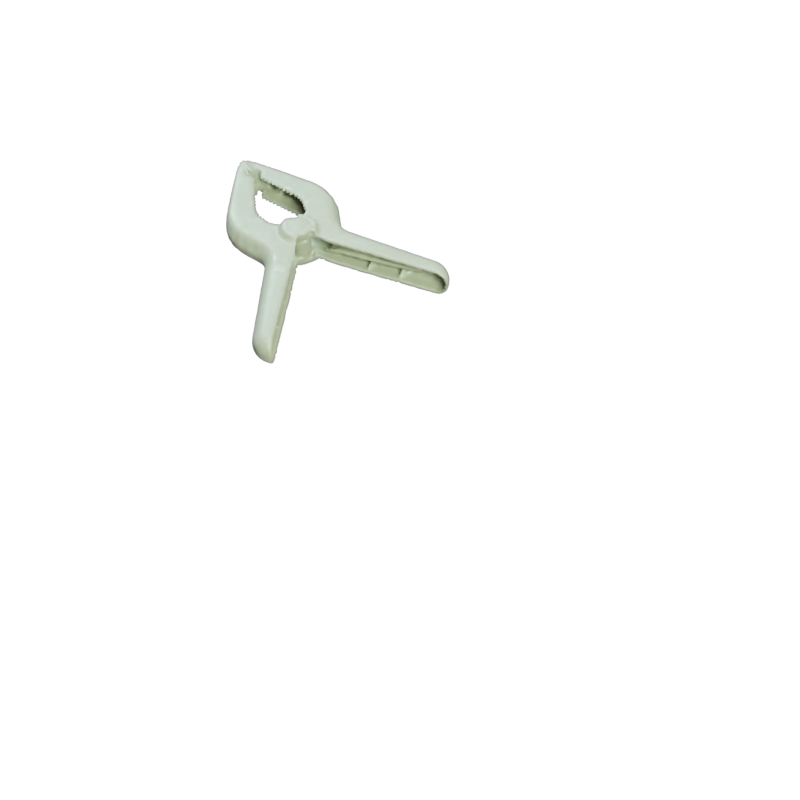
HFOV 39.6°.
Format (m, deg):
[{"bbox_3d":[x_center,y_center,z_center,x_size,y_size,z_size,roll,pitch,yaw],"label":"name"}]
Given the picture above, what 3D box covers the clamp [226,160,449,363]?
[{"bbox_3d":[-0.070,-0.127,0.893,0.163,0.034,0.227,-17,49,-16],"label":"clamp"}]
